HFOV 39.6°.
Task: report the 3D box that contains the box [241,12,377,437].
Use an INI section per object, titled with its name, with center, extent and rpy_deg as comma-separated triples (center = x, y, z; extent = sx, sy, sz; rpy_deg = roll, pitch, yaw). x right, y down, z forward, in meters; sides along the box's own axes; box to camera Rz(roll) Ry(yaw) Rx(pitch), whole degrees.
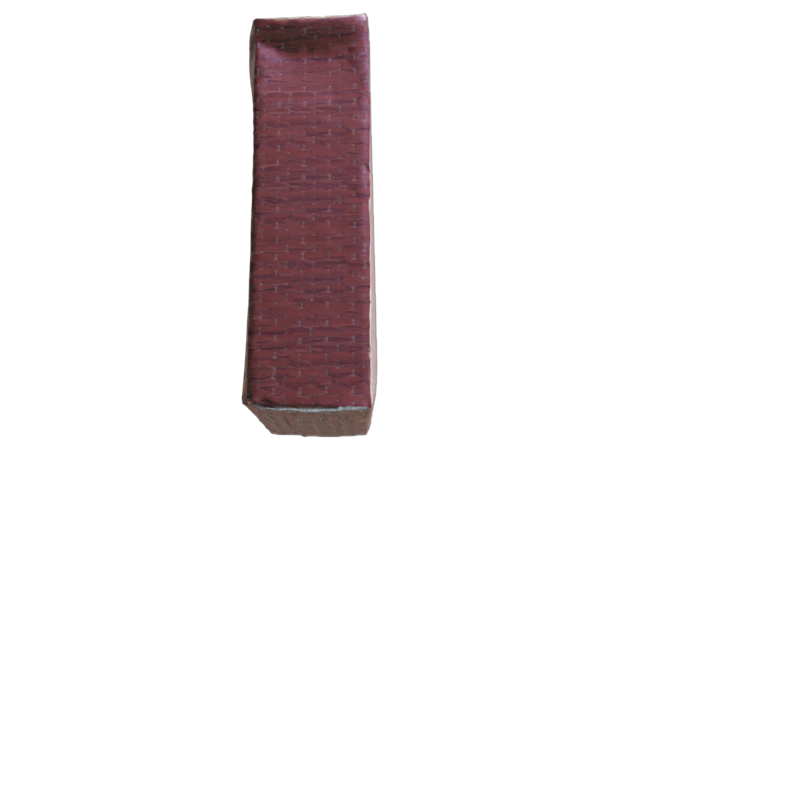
[box]
center = -0.050, -0.092, 0.644
extent = 0.072, 0.221, 0.159
rpy_deg = -1, -11, -1
